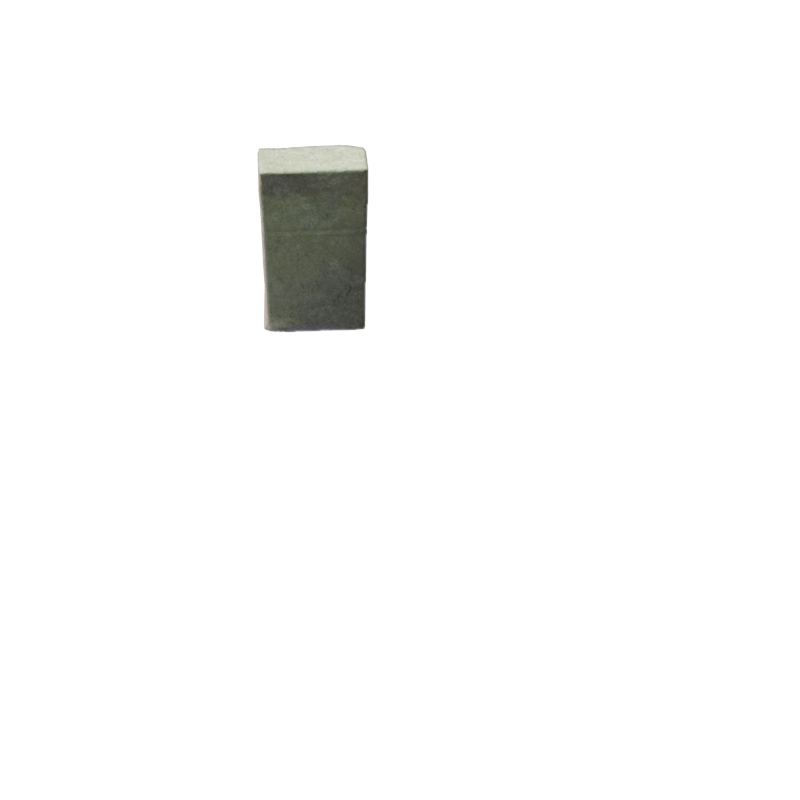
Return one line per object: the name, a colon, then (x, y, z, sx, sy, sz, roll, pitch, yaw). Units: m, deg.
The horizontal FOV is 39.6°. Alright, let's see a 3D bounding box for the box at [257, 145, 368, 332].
box: (-0.076, -0.139, 0.972, 0.093, 0.165, 0.052, -1, 38, -4)
